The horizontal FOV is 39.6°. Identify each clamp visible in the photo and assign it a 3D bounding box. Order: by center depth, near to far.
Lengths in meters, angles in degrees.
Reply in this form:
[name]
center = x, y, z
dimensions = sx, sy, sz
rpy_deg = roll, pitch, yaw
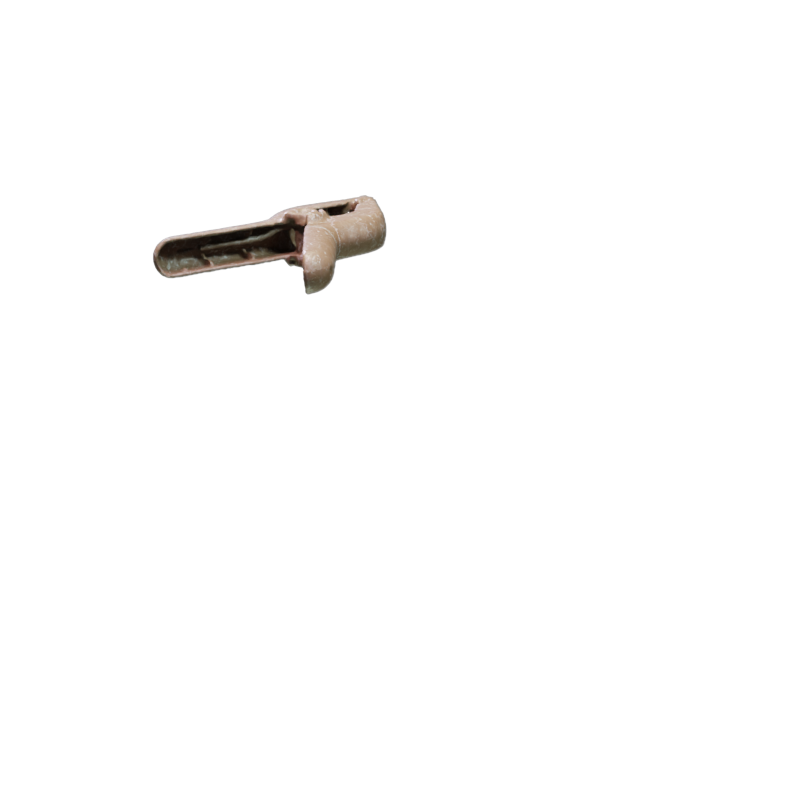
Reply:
[clamp]
center = -0.054, -0.098, 0.688
dimensions = 0.127, 0.037, 0.170
rpy_deg = 18, 31, 34
